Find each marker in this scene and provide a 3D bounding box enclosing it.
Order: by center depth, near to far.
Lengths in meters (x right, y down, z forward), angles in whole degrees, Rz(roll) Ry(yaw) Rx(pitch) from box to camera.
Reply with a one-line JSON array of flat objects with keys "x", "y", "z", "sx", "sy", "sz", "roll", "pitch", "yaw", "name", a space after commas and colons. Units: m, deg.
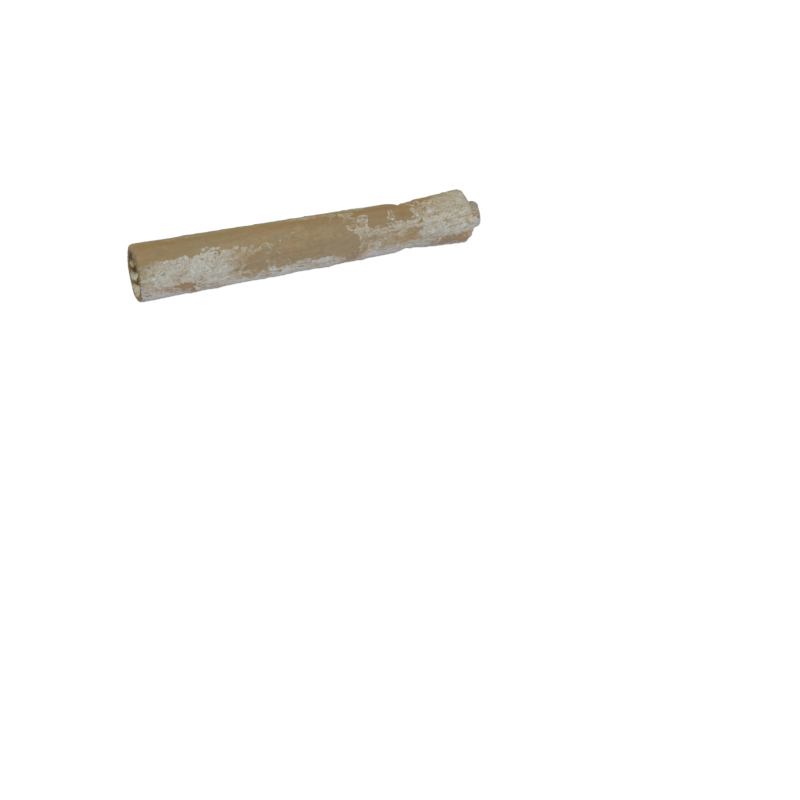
[{"x": -0.029, "y": -0.052, "z": 0.366, "sx": 0.119, "sy": 0.019, "sz": 0.020, "roll": -13, "pitch": 8, "yaw": -19, "name": "marker"}]
